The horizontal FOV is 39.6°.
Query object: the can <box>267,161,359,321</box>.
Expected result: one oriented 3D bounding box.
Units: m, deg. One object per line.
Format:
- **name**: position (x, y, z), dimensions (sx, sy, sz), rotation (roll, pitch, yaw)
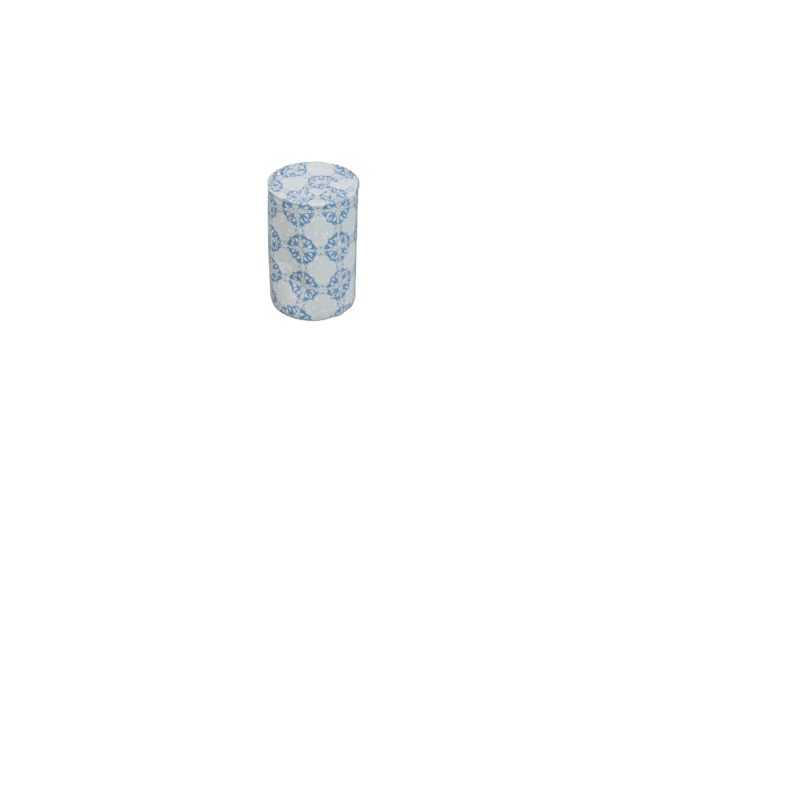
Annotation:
- **can**: position (-0.065, -0.119, 0.837), dimensions (0.068, 0.096, 0.073), rotation (0, 33, -3)
